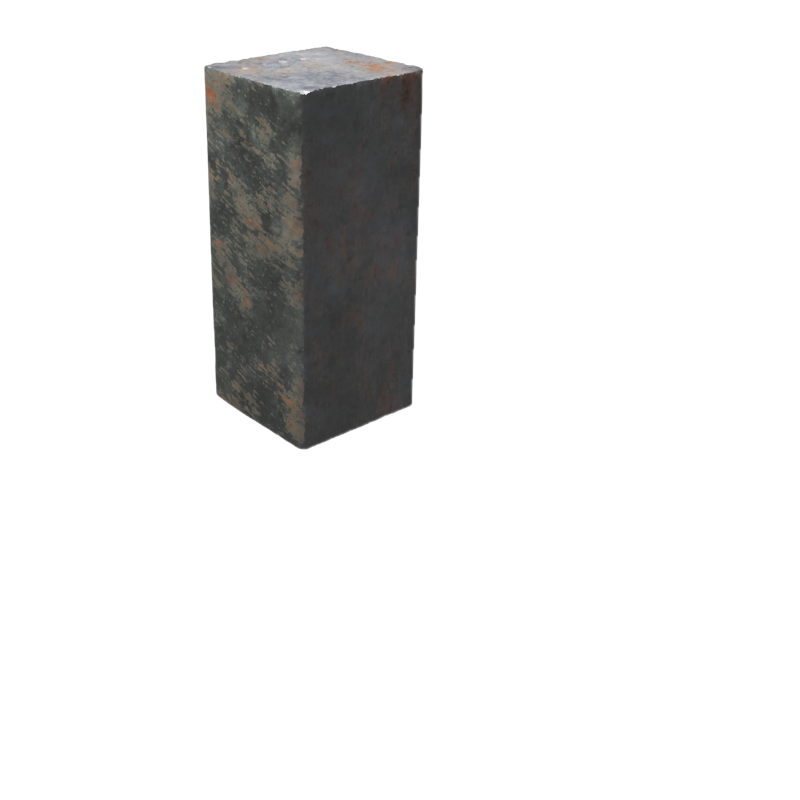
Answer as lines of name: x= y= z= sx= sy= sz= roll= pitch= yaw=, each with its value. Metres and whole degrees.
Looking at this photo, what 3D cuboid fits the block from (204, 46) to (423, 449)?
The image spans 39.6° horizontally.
block: x=-0.050 y=-0.092 z=0.643 sx=0.089 sy=0.196 sz=0.096 roll=-17 pitch=29 yaw=-38
